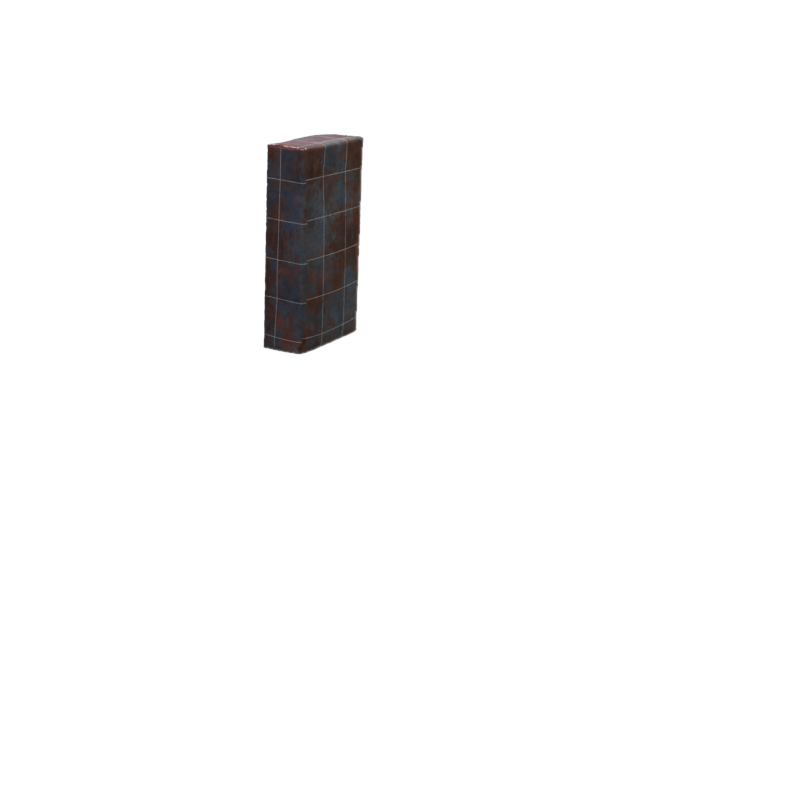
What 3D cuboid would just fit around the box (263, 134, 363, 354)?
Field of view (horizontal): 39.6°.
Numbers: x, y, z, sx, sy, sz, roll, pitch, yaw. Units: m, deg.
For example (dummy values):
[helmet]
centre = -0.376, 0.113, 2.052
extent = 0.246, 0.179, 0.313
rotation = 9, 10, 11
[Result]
[box]
centre = -0.074, -0.135, 0.945
extent = 0.050, 0.171, 0.092
rotation = 8, 15, 29
